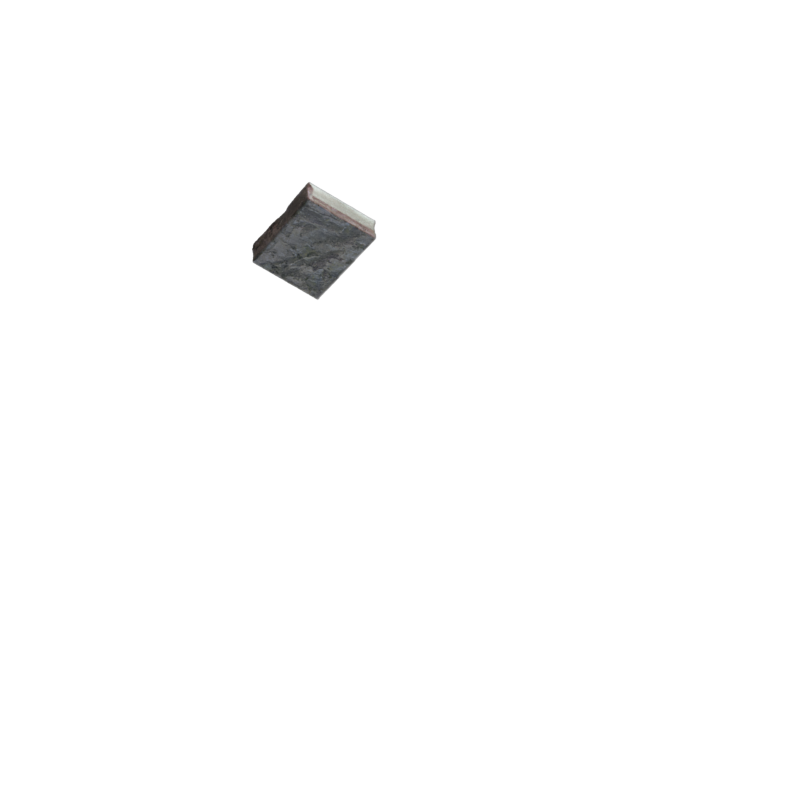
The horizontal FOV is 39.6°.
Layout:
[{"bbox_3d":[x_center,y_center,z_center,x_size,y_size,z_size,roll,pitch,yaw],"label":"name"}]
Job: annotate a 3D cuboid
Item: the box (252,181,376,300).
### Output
[{"bbox_3d":[-0.076,-0.139,0.971,0.070,0.032,0.087,30,-55,-24],"label":"box"}]
